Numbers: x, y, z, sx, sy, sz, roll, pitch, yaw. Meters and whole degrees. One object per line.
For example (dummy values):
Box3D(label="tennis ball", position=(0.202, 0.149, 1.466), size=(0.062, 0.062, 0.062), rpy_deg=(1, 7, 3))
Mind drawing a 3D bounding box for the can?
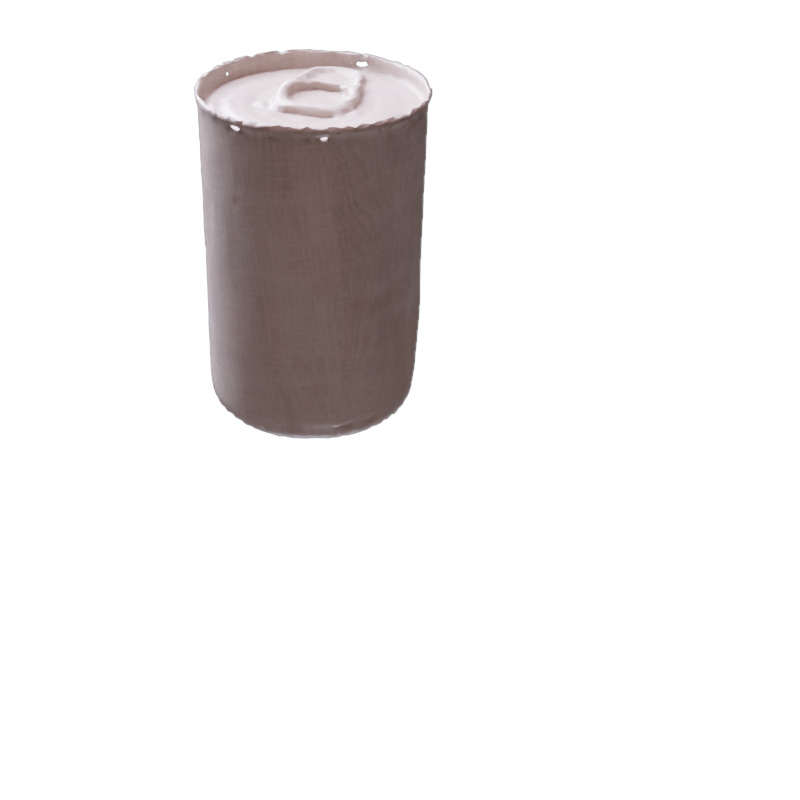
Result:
Box3D(label="can", position=(-0.027, -0.049, 0.340), size=(0.068, 0.096, 0.073), rpy_deg=(0, 31, -3))
